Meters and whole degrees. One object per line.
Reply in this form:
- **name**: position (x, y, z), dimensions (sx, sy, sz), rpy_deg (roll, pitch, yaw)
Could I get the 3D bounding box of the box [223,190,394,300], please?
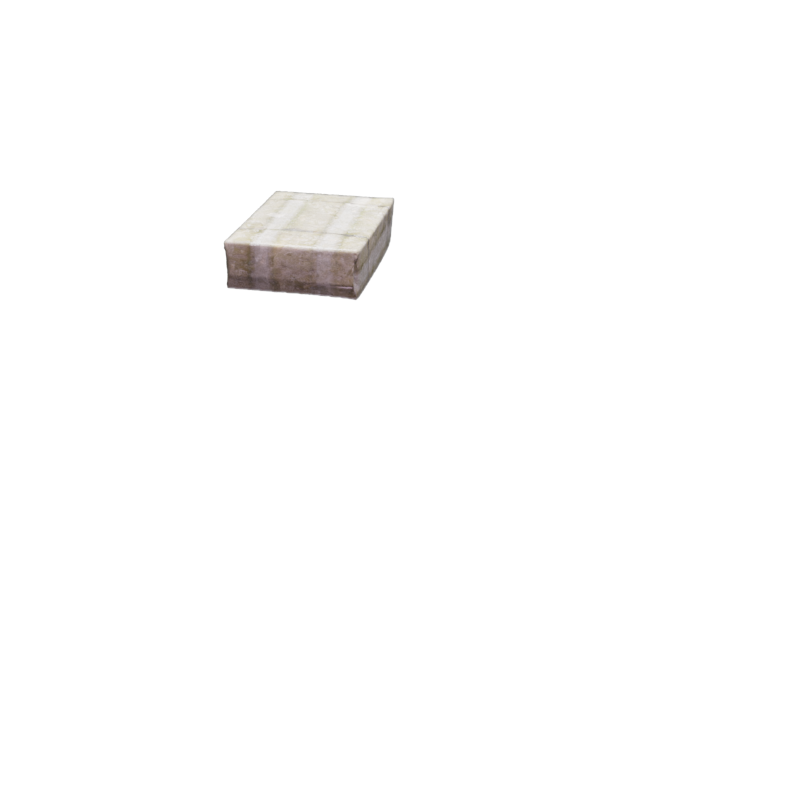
- **box**: position (-0.059, -0.107, 0.752), dimensions (0.092, 0.037, 0.117), rpy_deg (6, 26, 12)
